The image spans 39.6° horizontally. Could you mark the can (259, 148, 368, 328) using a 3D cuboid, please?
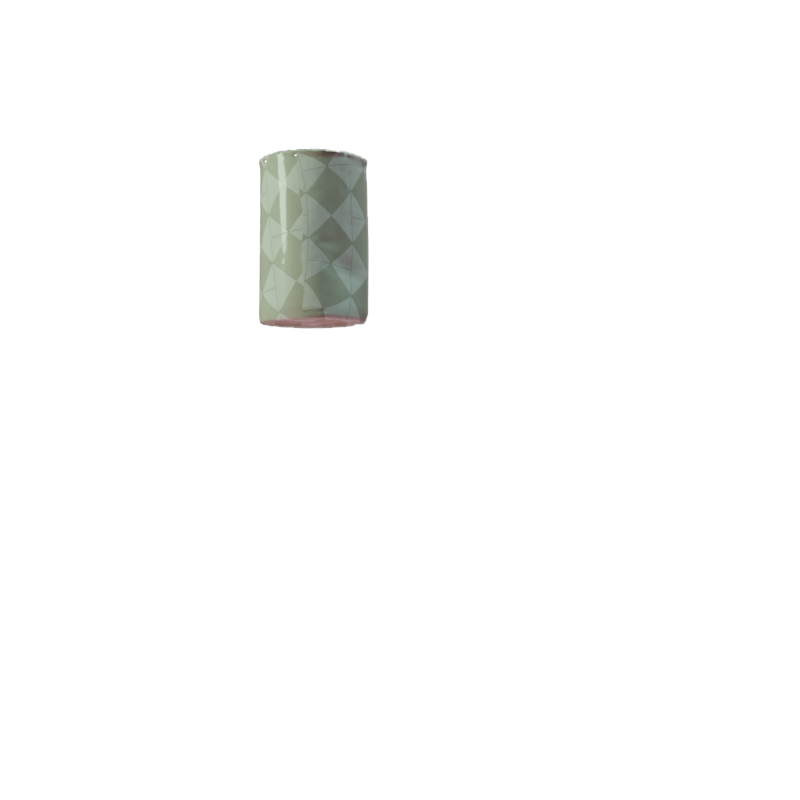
[{"bbox_3d":[-0.054,-0.098,0.686,0.068,0.104,0.067,0,-7,-2],"label":"can"}]
